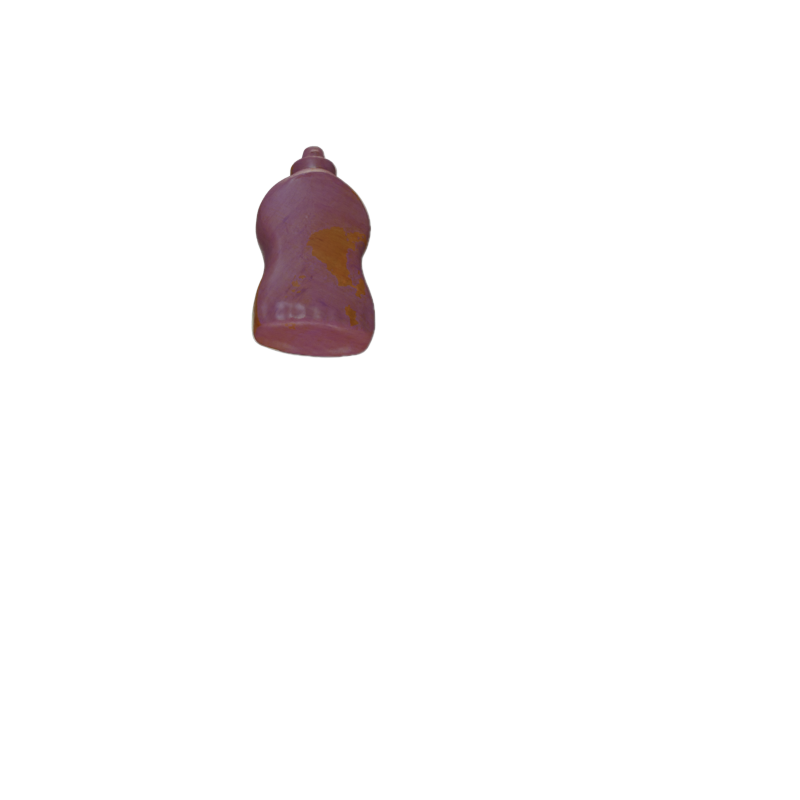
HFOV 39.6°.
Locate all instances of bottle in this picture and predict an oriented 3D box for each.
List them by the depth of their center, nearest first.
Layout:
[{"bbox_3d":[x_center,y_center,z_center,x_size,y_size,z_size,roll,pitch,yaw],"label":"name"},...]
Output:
[{"bbox_3d":[-0.072,-0.131,0.918,0.095,0.205,0.055,4,-33,-10],"label":"bottle"}]
